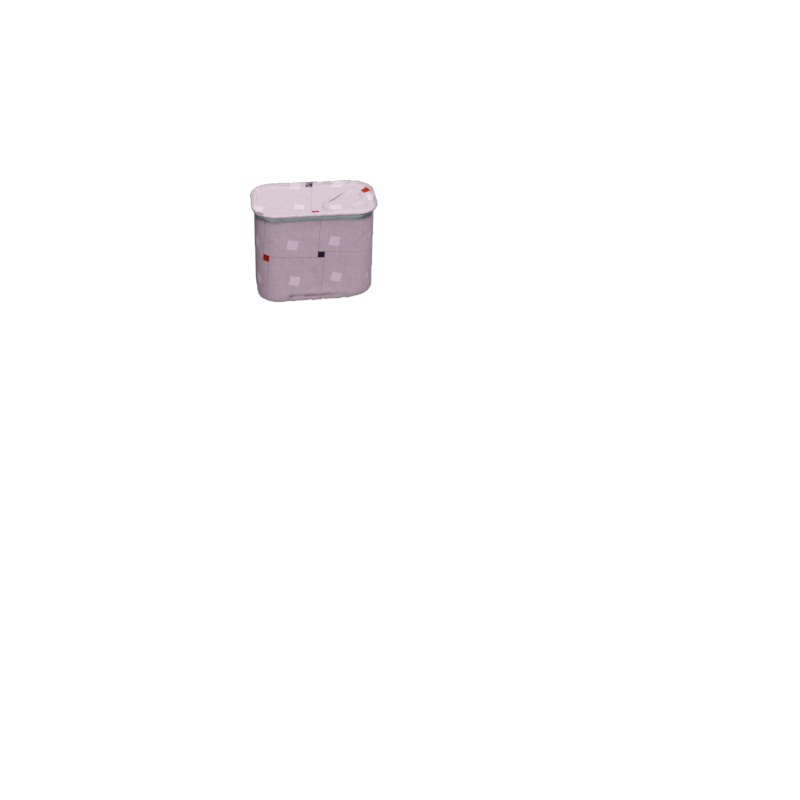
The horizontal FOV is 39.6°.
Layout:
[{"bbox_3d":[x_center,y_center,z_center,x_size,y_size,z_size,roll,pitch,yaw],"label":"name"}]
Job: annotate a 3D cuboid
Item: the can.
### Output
[{"bbox_3d":[-0.072,-0.131,0.917,0.101,0.079,0.062,-3,34,-7],"label":"can"}]
